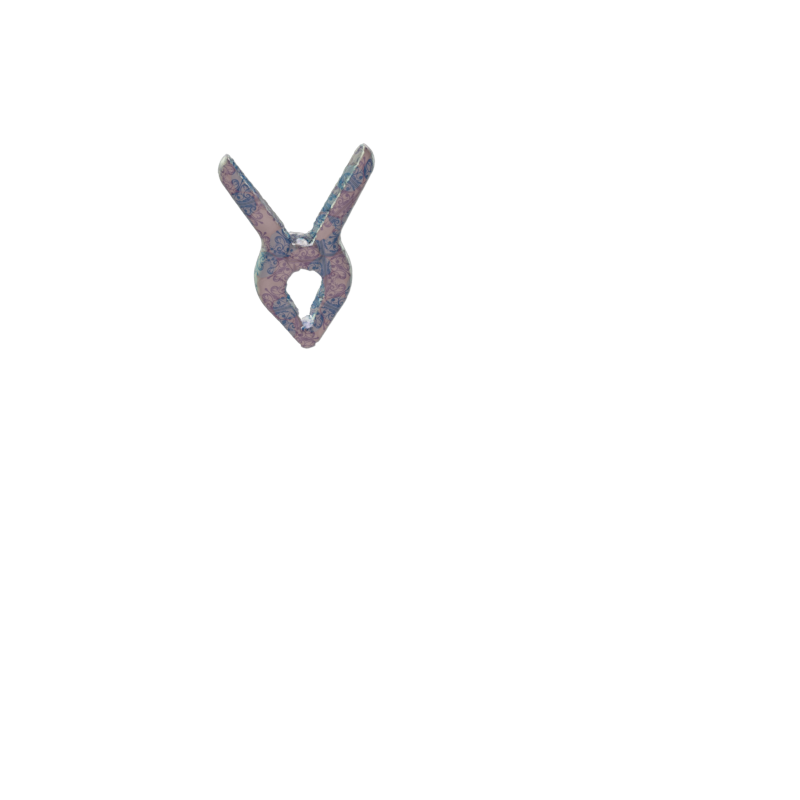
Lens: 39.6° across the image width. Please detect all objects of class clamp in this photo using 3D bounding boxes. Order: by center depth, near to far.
[{"bbox_3d":[-0.069,-0.126,0.881,0.120,0.161,0.041,-10,26,4],"label":"clamp"}]
